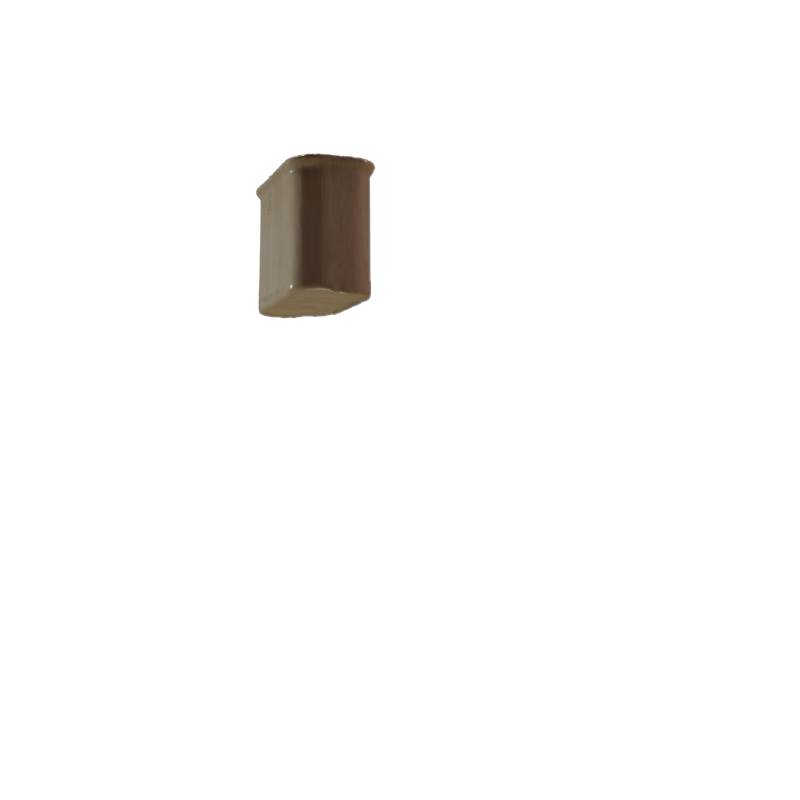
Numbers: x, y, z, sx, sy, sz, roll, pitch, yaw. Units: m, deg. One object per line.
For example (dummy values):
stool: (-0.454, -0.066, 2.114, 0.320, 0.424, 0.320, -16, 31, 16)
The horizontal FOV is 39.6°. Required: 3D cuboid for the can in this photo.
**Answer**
can: (-0.055, -0.100, 0.700, 0.056, 0.086, 0.102, 4, -9, -22)
